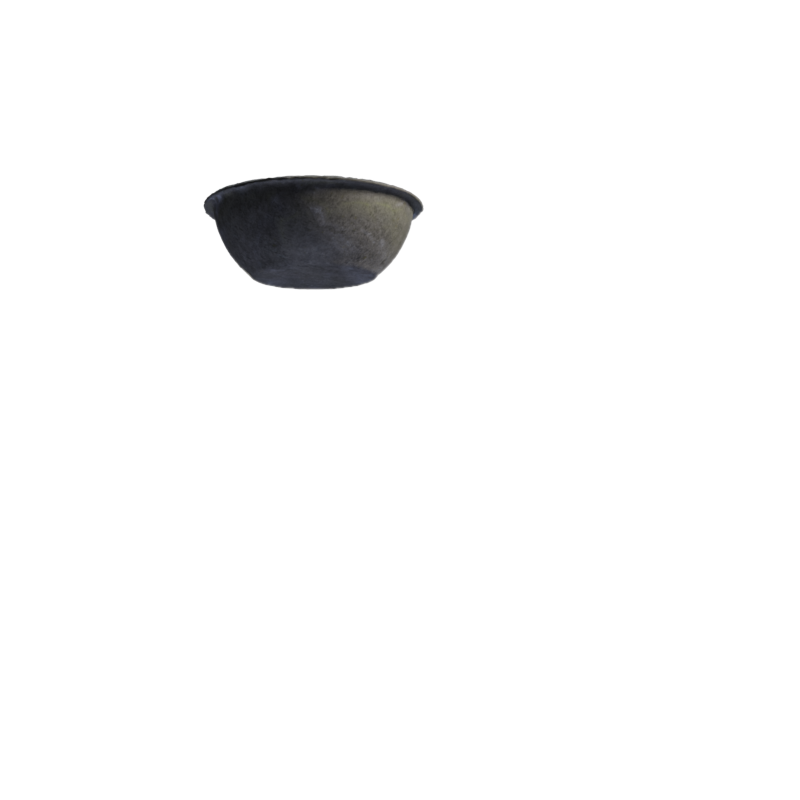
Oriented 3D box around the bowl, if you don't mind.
[{"bbox_3d":[-0.064,-0.116,0.813,0.162,0.056,0.159,0,-6,-2],"label":"bowl"}]
